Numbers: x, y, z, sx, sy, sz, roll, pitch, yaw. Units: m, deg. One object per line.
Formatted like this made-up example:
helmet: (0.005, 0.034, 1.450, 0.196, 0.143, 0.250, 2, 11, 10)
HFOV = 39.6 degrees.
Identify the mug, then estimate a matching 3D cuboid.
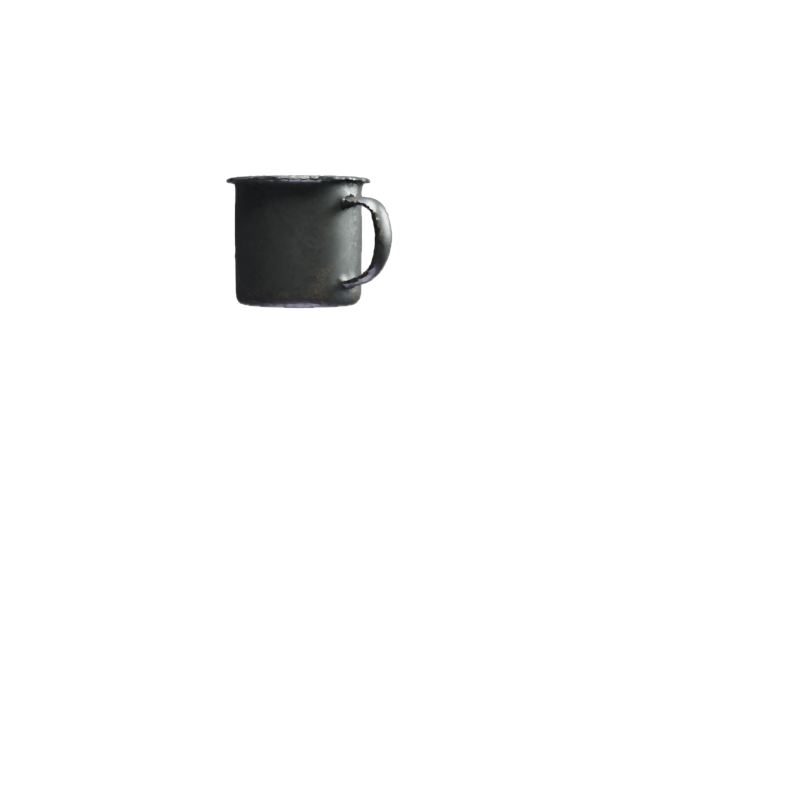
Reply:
mug: (-0.056, -0.101, 0.709, 0.122, 0.081, 0.090, 4, 6, 34)
